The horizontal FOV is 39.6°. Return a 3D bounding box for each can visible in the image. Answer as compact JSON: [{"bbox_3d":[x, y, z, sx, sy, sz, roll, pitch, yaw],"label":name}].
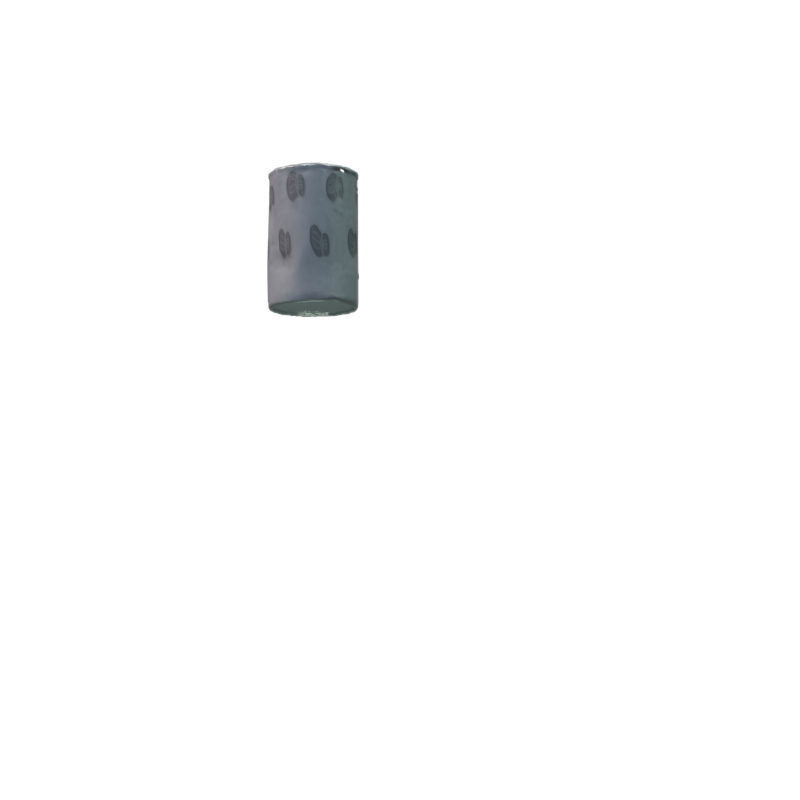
[{"bbox_3d":[-0.064,-0.117,0.817,0.068,0.105,0.067,0,-11,-2],"label":"can"}]
